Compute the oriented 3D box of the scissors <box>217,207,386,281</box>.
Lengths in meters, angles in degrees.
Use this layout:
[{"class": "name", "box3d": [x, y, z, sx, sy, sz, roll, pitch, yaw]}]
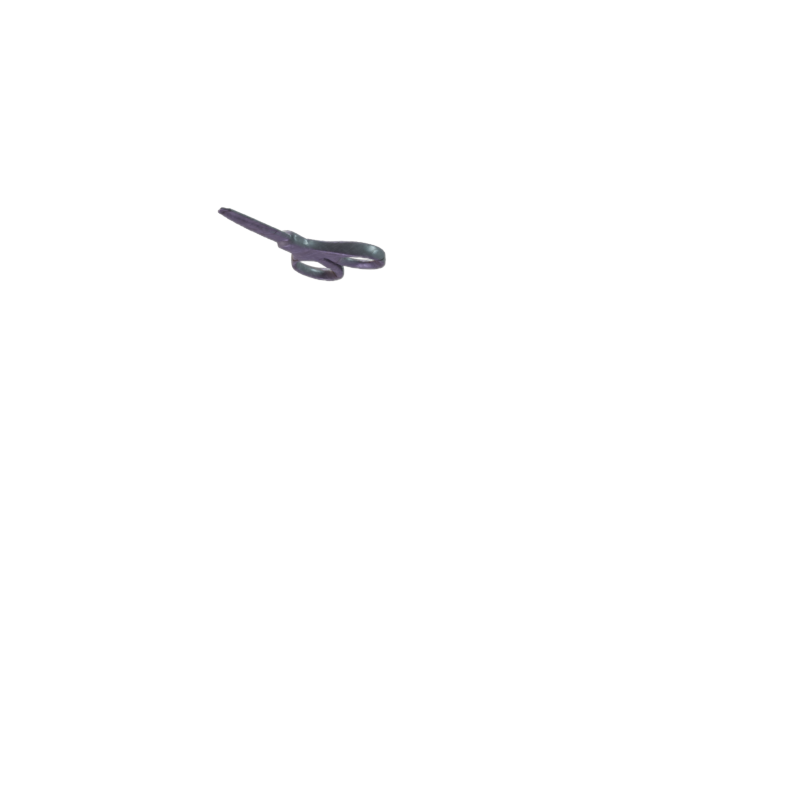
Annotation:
[{"class": "scissors", "box3d": [-0.075, -0.136, 0.953, 0.098, 0.016, 0.192, -3, -11, 15]}]
